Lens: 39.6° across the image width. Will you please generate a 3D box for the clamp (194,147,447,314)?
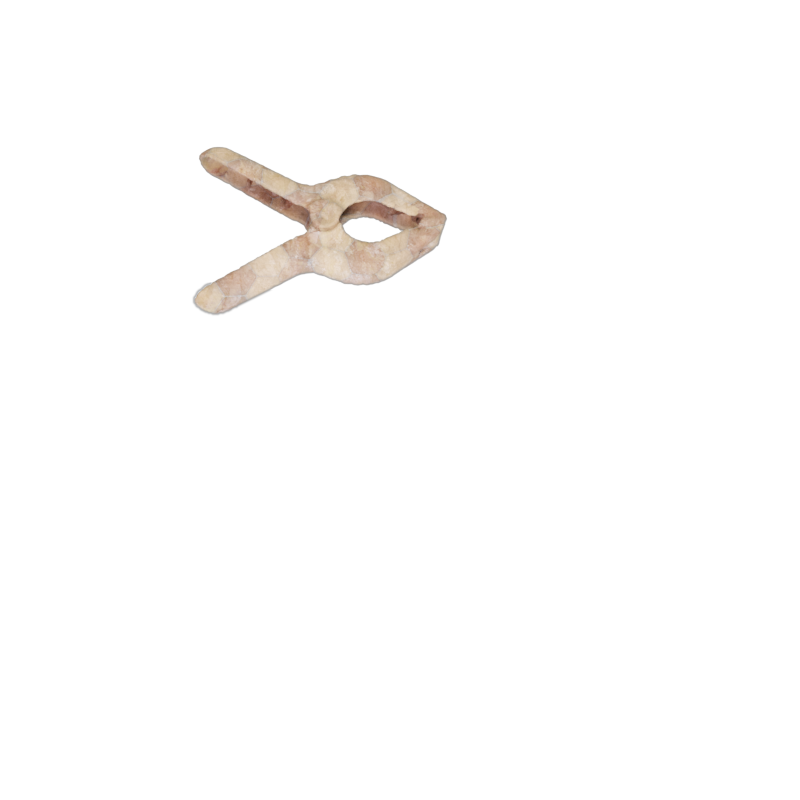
[{"bbox_3d":[-0.057,-0.105,0.734,0.172,0.125,0.037,7,-20,2],"label":"clamp"}]
